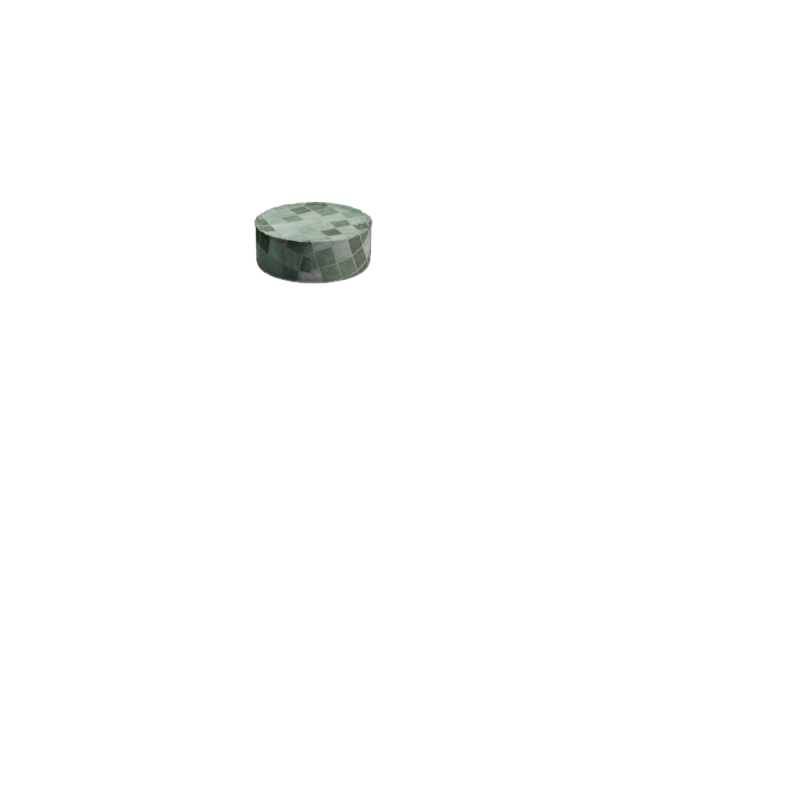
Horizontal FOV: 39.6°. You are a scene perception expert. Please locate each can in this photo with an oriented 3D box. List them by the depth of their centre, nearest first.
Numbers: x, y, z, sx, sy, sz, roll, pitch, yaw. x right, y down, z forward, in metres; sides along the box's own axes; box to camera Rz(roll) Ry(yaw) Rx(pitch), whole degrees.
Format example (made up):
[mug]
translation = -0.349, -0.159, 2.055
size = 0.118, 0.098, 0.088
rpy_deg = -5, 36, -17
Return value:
[can]
translation = -0.063, -0.116, 0.810
size = 0.086, 0.032, 0.091
rpy_deg = -1, 27, -2
